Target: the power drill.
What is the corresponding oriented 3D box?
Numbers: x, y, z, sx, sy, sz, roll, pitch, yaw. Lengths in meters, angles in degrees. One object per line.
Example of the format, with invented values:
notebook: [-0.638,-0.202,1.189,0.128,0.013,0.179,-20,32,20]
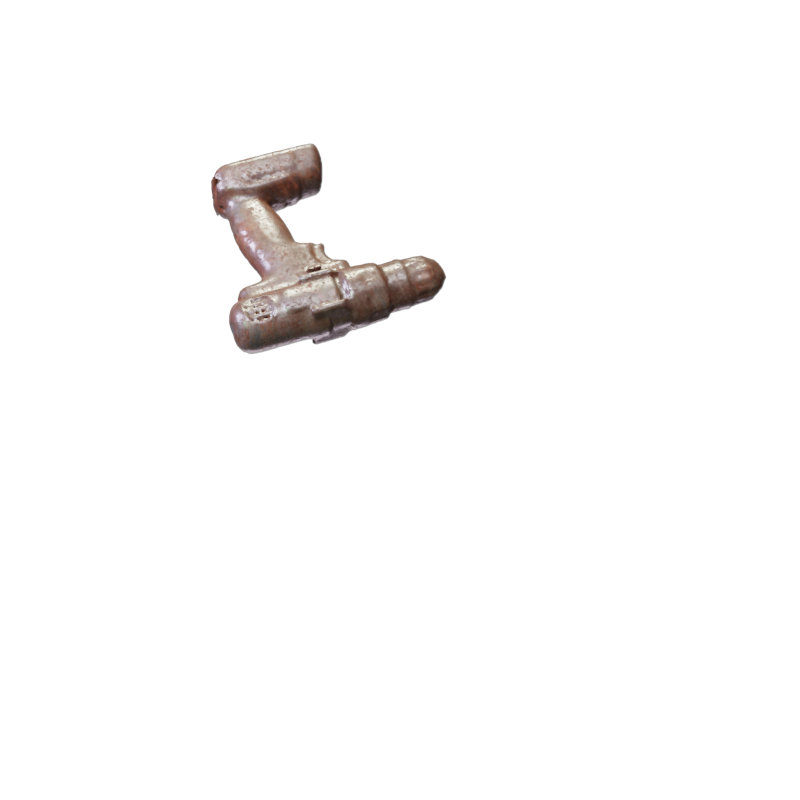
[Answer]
power drill: [-0.075,-0.137,0.956,0.183,0.203,0.053,-16,-36,-12]
